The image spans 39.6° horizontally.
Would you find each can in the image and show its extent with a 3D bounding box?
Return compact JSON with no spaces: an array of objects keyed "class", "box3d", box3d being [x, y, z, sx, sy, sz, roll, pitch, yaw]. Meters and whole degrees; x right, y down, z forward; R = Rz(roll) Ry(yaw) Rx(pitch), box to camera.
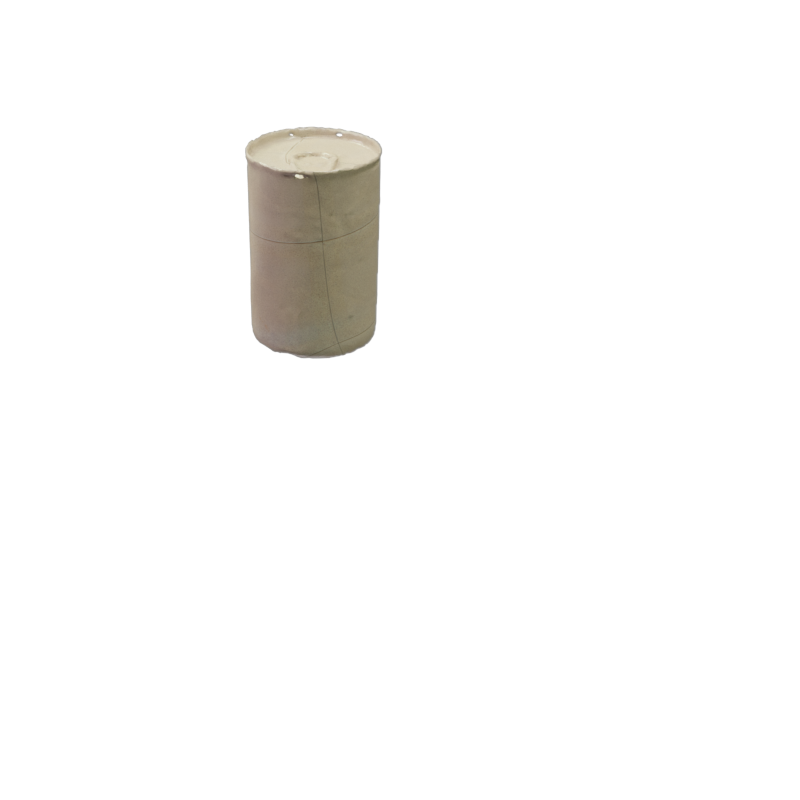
[{"class":"can","box3d":[-0.044,-0.081,0.568,0.068,0.097,0.072,0,26,-2]}]
